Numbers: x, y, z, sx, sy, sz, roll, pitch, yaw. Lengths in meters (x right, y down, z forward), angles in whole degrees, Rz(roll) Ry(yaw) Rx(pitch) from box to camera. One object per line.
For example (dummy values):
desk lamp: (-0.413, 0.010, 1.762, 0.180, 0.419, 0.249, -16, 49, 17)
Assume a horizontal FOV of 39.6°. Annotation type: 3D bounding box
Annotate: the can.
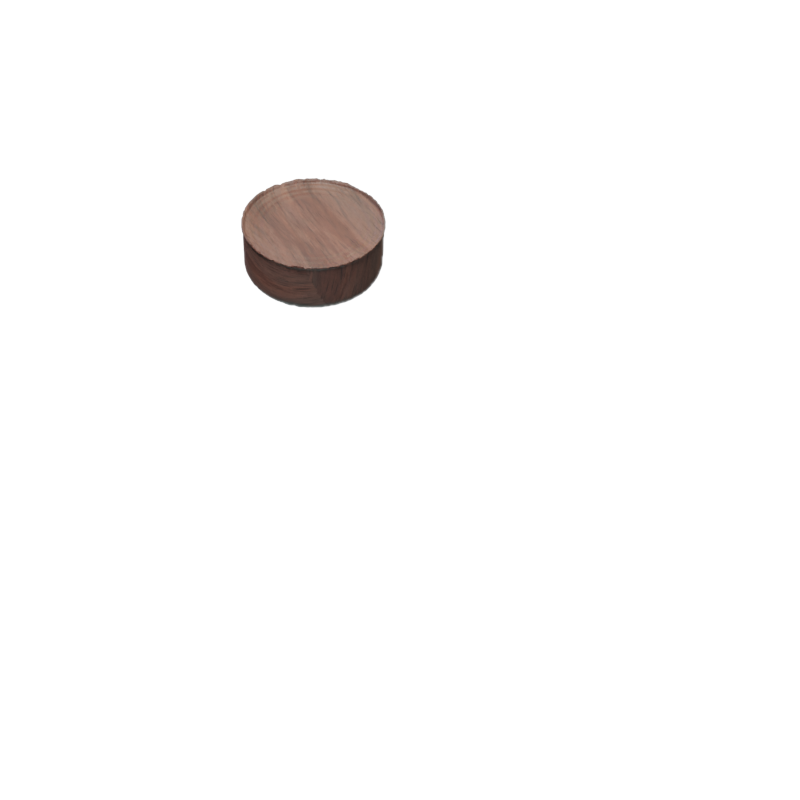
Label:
can: (-0.052, -0.095, 0.668, 0.086, 0.031, 0.092, -1, 44, -1)
